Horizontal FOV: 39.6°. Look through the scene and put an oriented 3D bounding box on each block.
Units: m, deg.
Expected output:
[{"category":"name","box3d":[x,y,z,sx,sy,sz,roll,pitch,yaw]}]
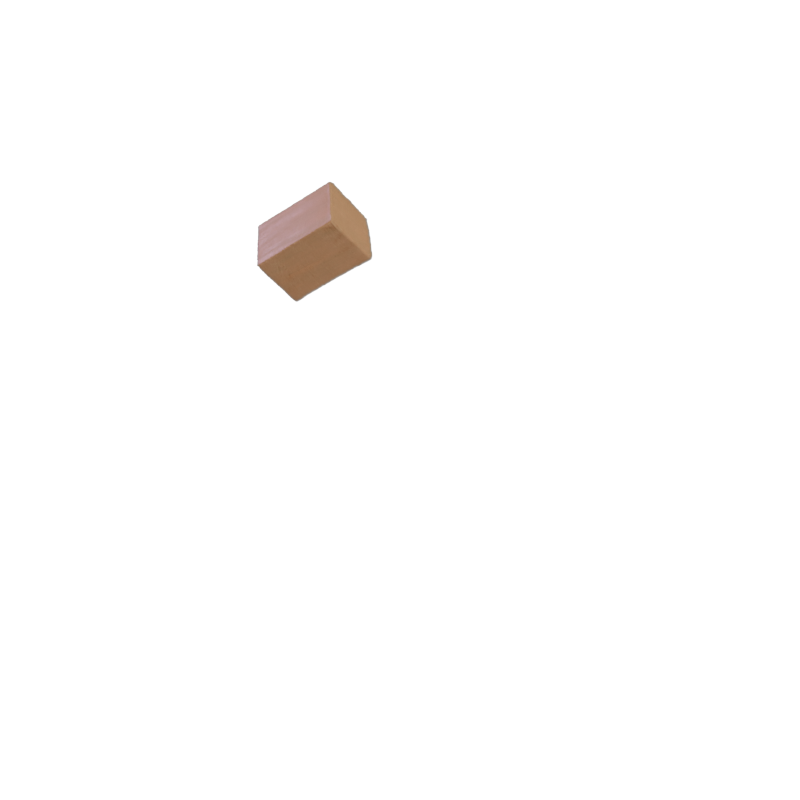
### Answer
[{"category":"block","box3d":[-0.069,-0.127,0.887,0.078,0.055,0.049,-27,-50,23]}]
